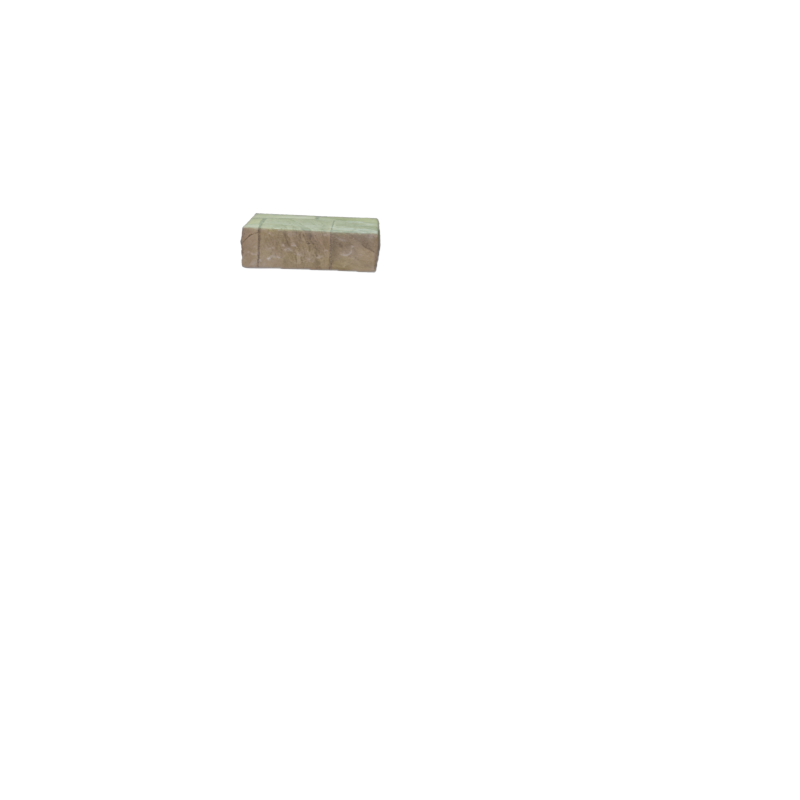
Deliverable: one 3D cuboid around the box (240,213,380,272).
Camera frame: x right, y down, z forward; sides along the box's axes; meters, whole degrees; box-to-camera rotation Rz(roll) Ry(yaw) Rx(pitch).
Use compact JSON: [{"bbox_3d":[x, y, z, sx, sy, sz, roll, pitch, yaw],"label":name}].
[{"bbox_3d":[-0.073,-0.134,0.935,0.114,0.038,0.092,1,14,2],"label":"box"}]
